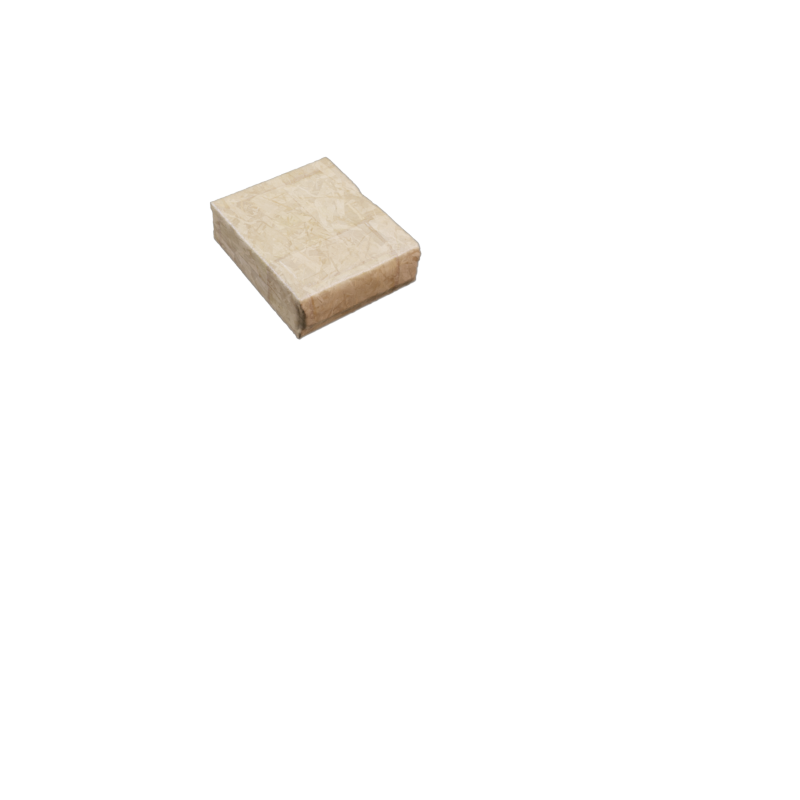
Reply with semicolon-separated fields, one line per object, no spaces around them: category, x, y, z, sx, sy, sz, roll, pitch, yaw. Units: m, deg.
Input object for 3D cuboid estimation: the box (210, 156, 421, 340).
box;-0.044;-0.081;0.570;0.073;0.028;0.096;-26;52;-23
